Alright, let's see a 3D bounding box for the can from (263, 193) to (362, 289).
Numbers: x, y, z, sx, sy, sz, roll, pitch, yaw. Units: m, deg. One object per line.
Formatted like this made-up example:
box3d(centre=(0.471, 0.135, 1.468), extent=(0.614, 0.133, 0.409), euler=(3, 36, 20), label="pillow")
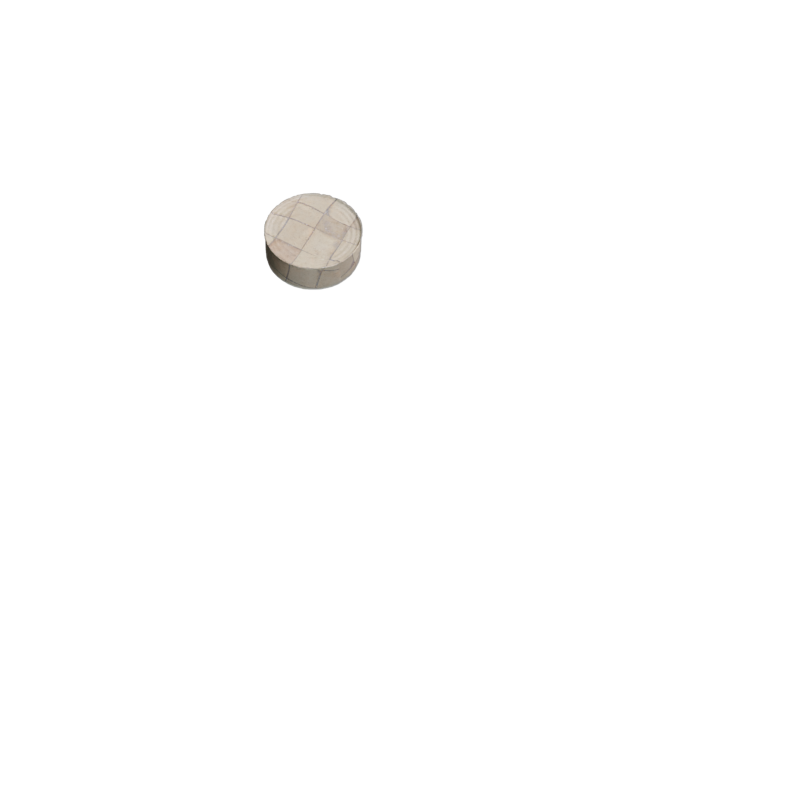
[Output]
box3d(centre=(-0.076, -0.139, 0.971), extent=(0.086, 0.092, 0.031), euler=(-1, -37, -1), label="can")
